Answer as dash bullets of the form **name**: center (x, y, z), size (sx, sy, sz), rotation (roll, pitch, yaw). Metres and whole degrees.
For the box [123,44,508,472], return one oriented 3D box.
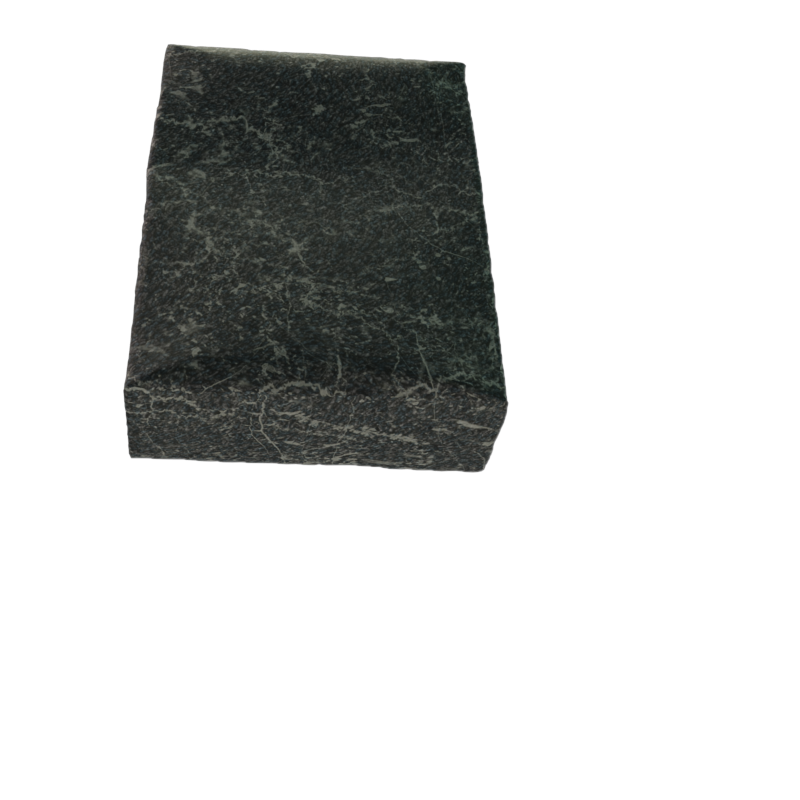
- **box**: center (-0.042, -0.077, 0.542), size (0.163, 0.229, 0.067), rotation (2, -35, -6)
